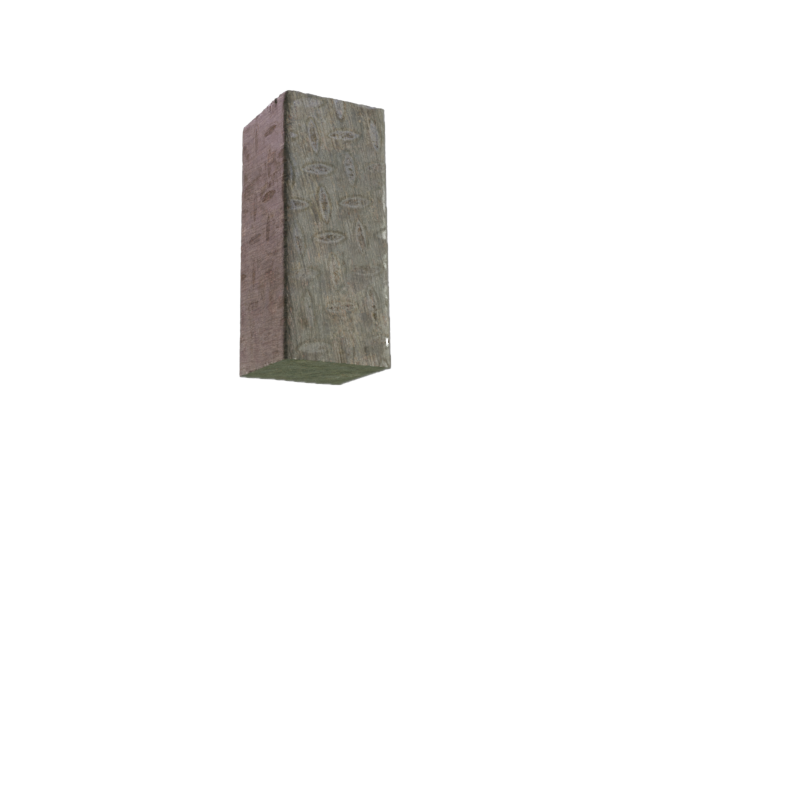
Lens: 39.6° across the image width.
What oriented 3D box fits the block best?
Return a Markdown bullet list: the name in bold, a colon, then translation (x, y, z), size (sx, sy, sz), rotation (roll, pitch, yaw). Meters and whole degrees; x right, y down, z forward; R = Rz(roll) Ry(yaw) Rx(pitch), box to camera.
- **block**: translation (-0.068, -0.123, 0.862), size (0.087, 0.214, 0.091), rotation (7, -17, -27)
